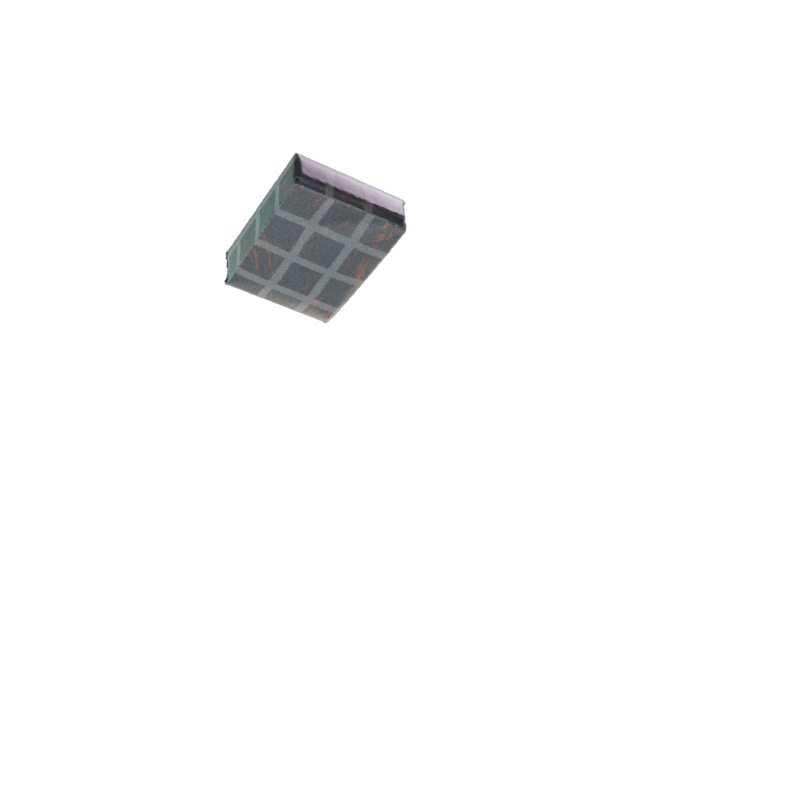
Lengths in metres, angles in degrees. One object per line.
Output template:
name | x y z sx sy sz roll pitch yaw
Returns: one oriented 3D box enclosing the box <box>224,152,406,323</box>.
box | -0.062 -0.113 0.792 0.086 0.042 0.110 23 -50 -22
